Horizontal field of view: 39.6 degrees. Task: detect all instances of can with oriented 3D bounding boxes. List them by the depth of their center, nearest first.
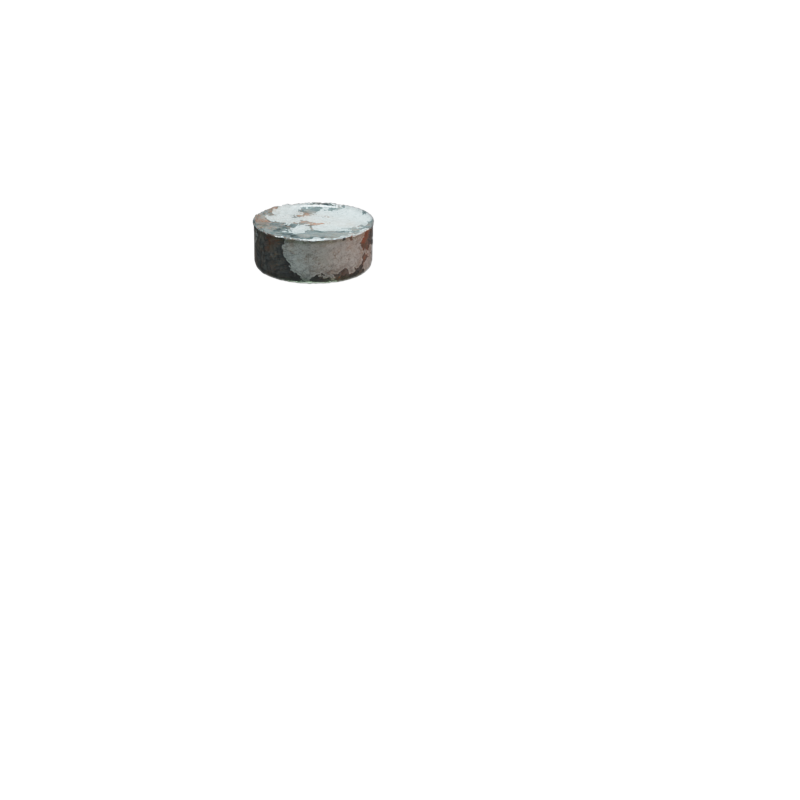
[{"bbox_3d":[-0.062,-0.112,0.787,0.086,0.032,0.090,-1,25,-2],"label":"can"}]
